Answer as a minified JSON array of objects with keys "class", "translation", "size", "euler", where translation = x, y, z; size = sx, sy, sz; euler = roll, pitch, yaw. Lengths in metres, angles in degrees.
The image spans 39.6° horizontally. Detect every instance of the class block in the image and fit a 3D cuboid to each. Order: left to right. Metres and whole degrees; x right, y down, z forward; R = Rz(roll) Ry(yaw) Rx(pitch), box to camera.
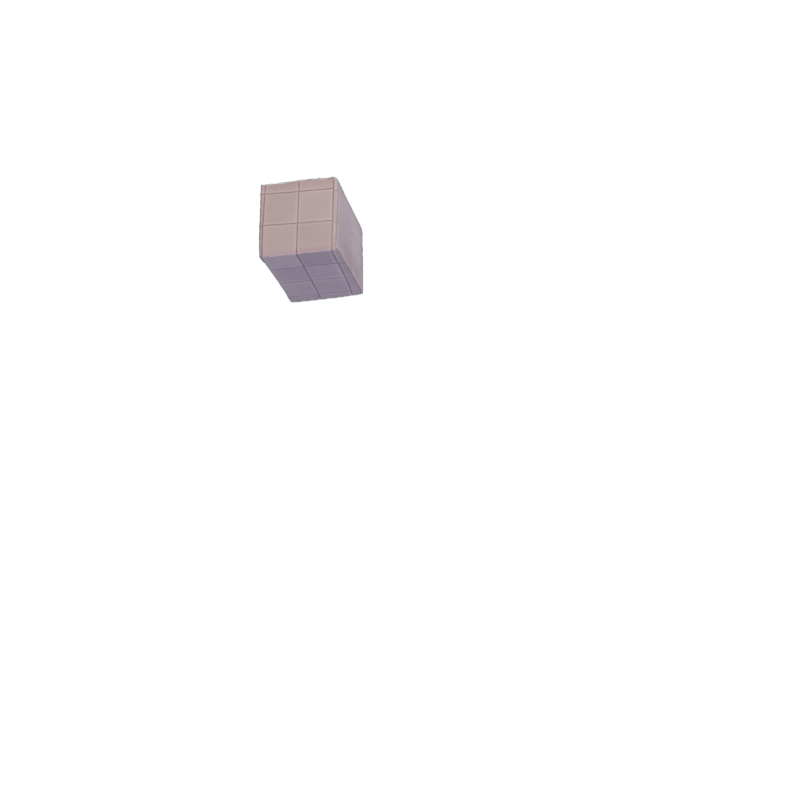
[{"class":"block","translation":[-0.057,-0.104,0.726],"size":[0.053,0.054,0.073],"euler":[-5,-22,10]}]
